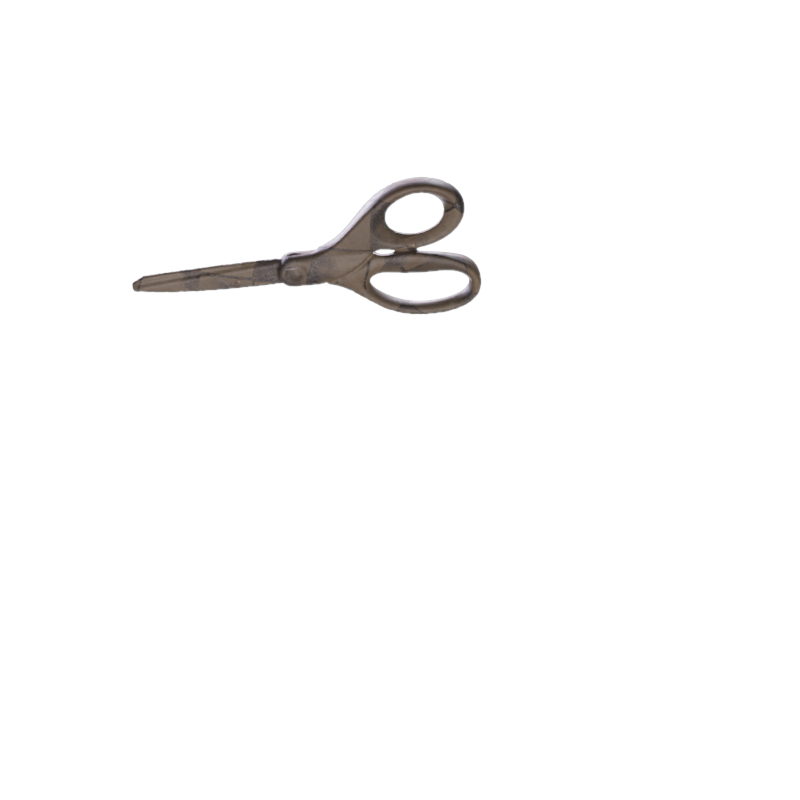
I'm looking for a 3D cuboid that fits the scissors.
[{"bbox_3d":[-0.050,-0.091,0.635,0.200,0.091,0.017,7,32,-5],"label":"scissors"}]
